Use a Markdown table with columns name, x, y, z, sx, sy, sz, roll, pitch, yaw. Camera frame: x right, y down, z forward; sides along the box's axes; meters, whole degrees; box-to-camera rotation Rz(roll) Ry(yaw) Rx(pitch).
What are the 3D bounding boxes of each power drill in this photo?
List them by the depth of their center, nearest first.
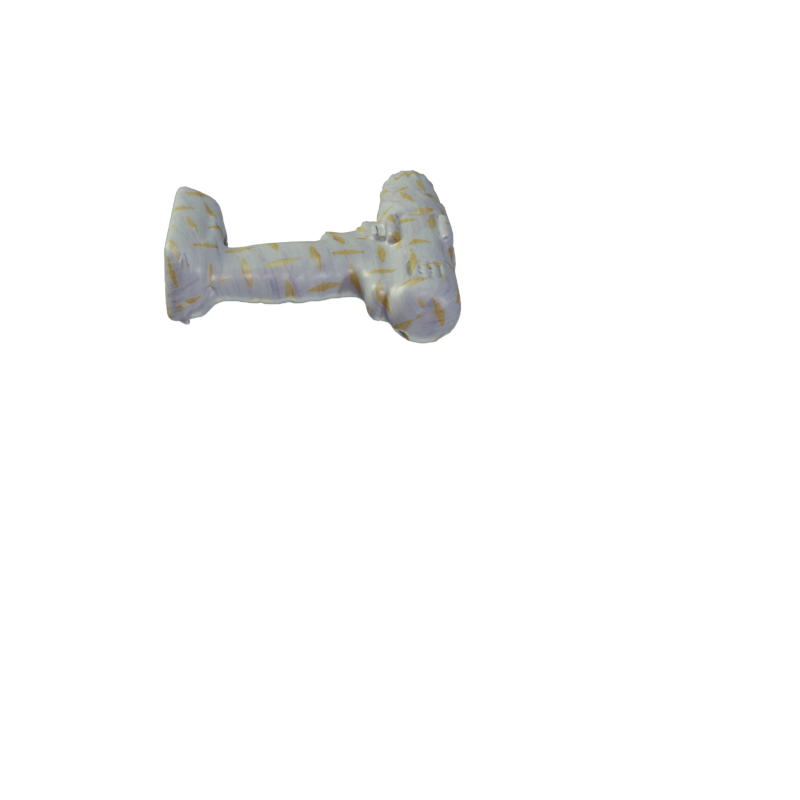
| name | x | y | z | sx | sy | sz | roll | pitch | yaw |
| --- | --- | --- | --- | --- | --- | --- | --- | --- | --- |
| power drill | -0.057 | -0.105 | 0.733 | 0.187 | 0.054 | 0.196 | -1 | 33 | -2 |
